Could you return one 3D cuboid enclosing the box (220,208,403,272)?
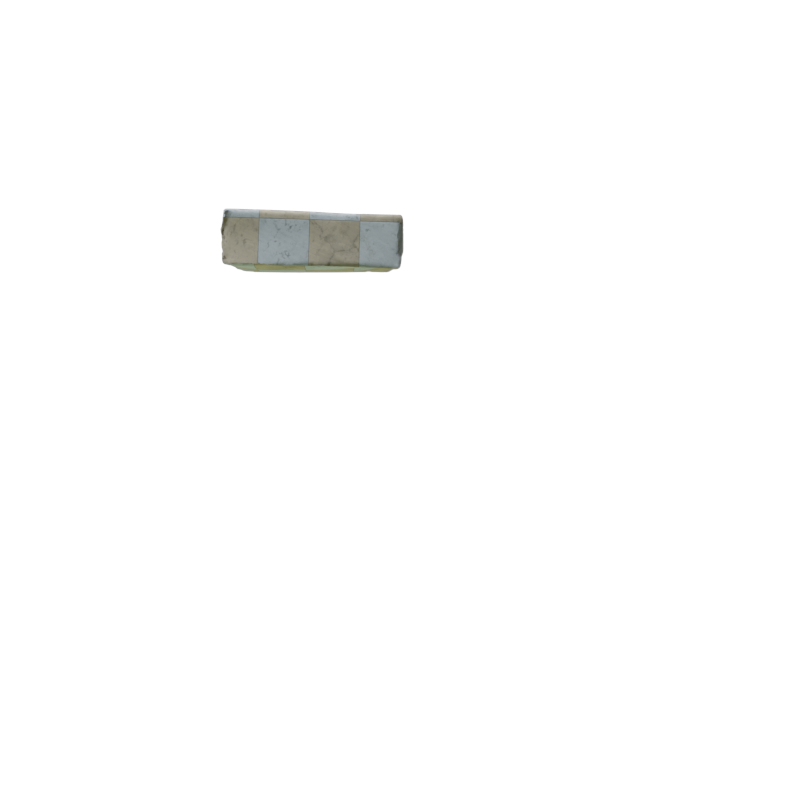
[{"bbox_3d":[-0.056,-0.103,0.720,0.113,0.039,0.090,0,3,-2],"label":"box"}]
